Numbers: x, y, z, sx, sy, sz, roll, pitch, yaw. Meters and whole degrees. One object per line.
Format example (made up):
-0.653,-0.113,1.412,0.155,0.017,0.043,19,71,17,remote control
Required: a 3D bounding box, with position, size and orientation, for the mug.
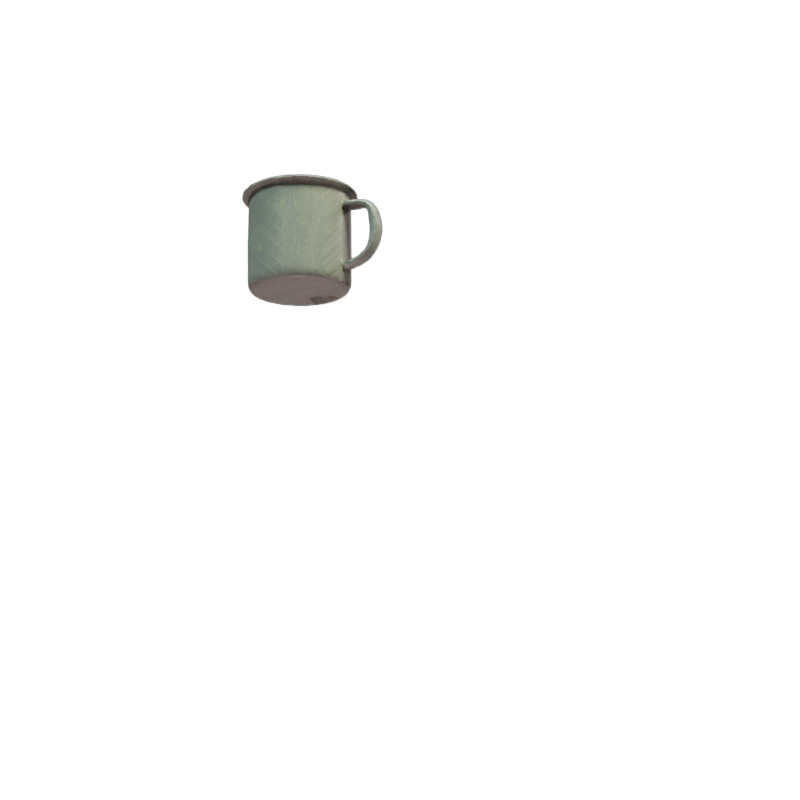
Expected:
-0.068,-0.125,0.873,0.119,0.085,0.087,-7,-17,22,mug
